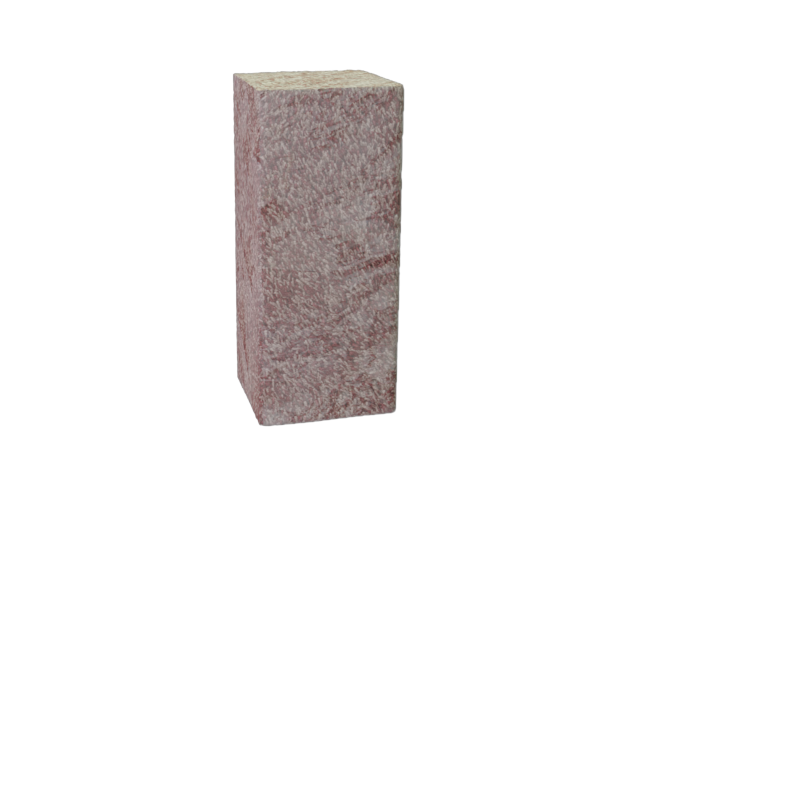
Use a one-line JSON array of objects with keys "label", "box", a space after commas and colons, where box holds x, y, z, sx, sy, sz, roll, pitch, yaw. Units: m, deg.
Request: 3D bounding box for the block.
[{"label": "block", "box": [-0.054, -0.100, 0.700, 0.089, 0.199, 0.096, -4, 17, -16]}]
